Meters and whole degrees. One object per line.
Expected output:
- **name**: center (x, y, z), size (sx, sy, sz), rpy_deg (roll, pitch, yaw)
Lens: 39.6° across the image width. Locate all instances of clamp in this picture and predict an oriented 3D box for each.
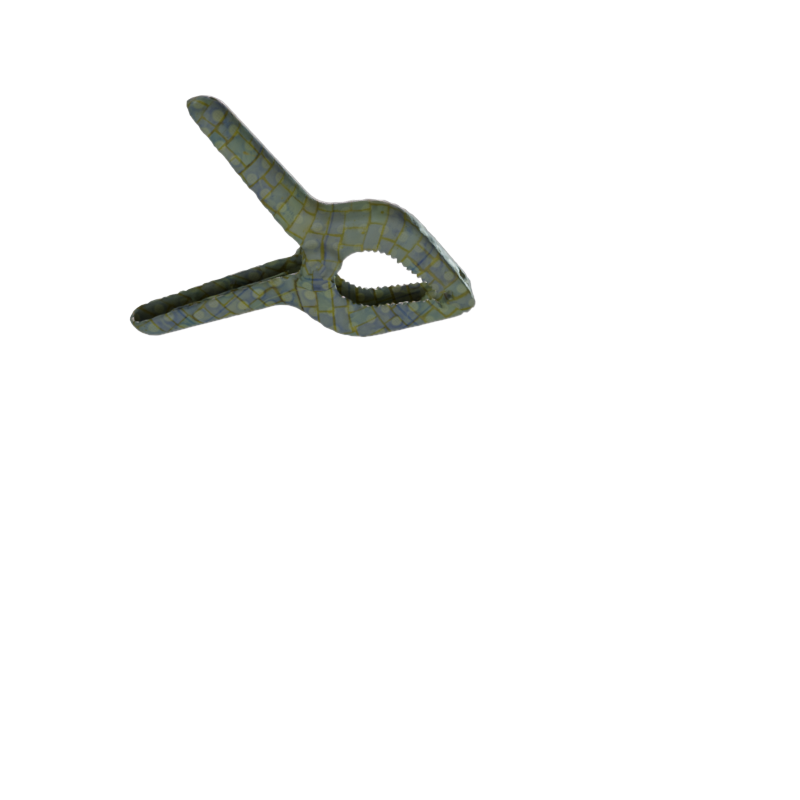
- **clamp**: center (-0.053, -0.097, 0.676), size (0.208, 0.156, 0.039), rpy_deg (9, 32, -6)
